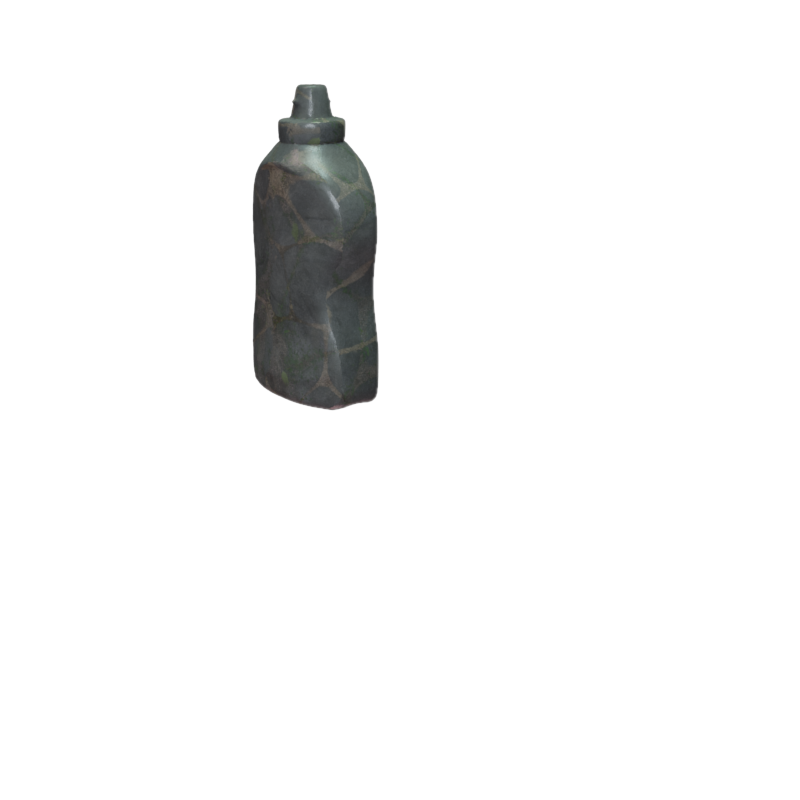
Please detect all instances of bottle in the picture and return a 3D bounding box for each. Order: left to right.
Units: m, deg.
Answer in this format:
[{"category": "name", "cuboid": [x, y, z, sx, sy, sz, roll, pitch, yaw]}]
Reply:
[{"category": "bottle", "cuboid": [-0.054, -0.097, 0.683, 0.057, 0.187, 0.101, -8, 15, -36]}]
